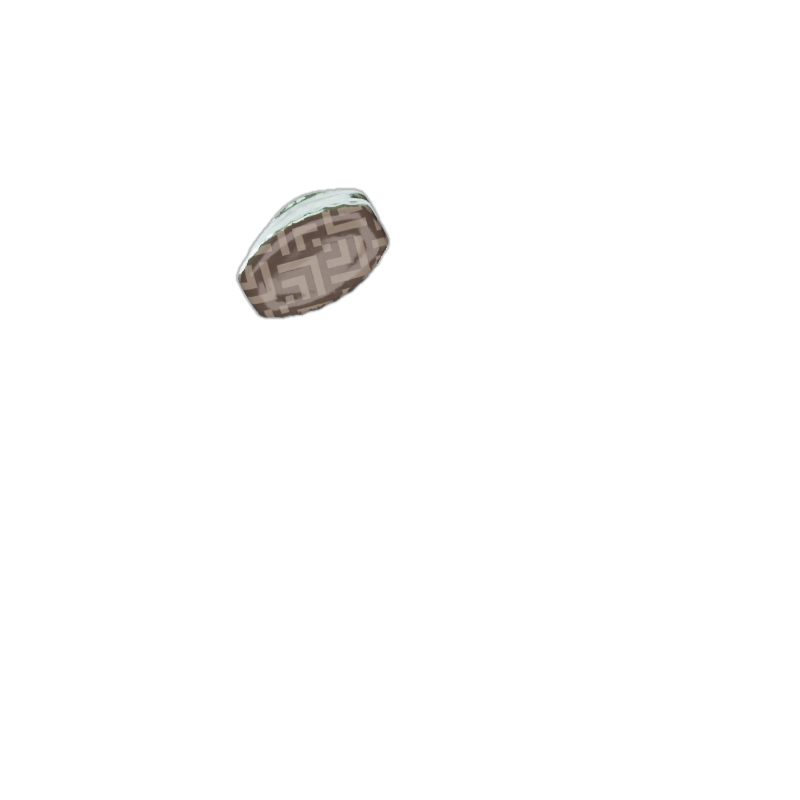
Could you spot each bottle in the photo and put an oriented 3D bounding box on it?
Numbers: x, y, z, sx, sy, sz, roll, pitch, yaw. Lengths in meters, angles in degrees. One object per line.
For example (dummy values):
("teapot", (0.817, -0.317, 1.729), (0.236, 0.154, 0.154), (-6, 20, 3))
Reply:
("bottle", (-0.060, -0.110, 0.771), (0.096, 0.057, 0.197), (-31, 15, 4))
